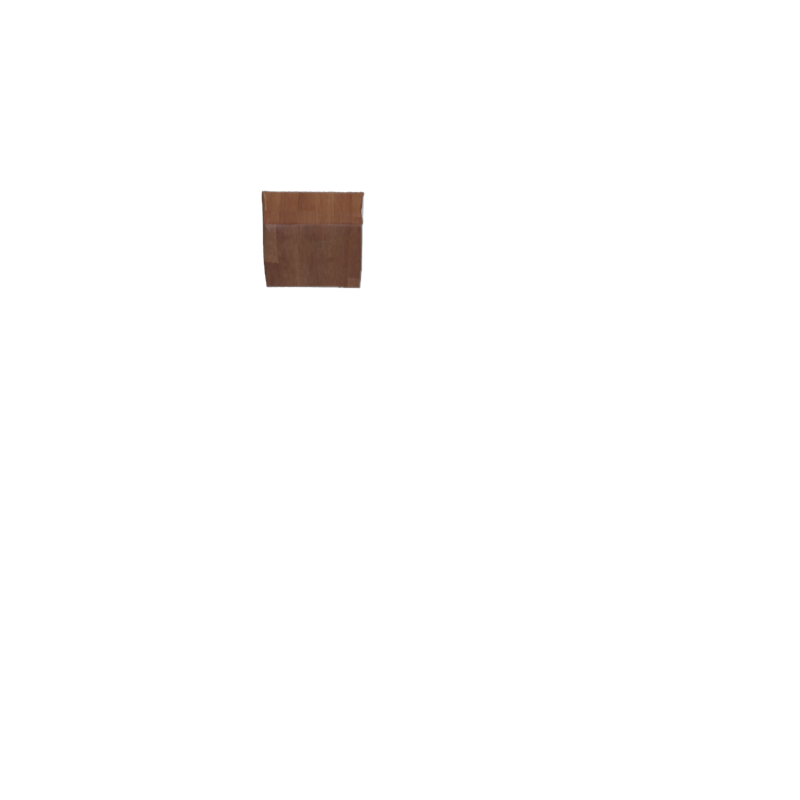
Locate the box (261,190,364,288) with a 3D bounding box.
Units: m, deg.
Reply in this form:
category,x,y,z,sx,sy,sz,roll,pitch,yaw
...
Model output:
category,x,y,z,sx,sy,sz,roll,pitch,yaw
box,-0.078,-0.142,0.992,0.090,0.041,0.107,1,-25,-2
